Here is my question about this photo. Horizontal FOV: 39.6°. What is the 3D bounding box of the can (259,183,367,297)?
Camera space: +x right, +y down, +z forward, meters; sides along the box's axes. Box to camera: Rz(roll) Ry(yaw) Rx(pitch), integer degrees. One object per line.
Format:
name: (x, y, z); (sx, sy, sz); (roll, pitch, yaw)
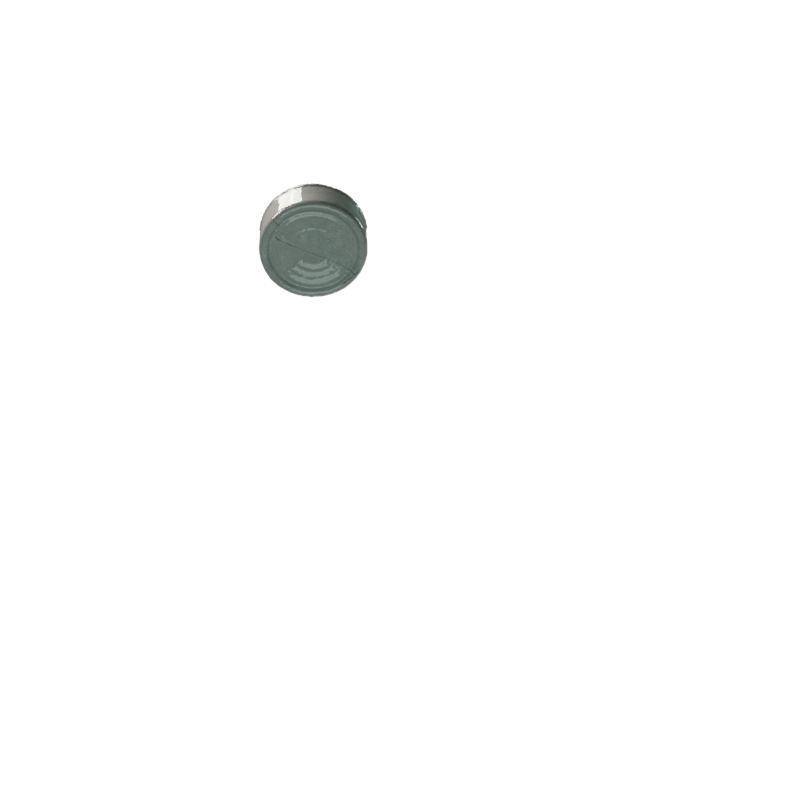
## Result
can: (-0.068, -0.124, 0.870); (0.086, 0.081, 0.036); (1, 31, -1)
